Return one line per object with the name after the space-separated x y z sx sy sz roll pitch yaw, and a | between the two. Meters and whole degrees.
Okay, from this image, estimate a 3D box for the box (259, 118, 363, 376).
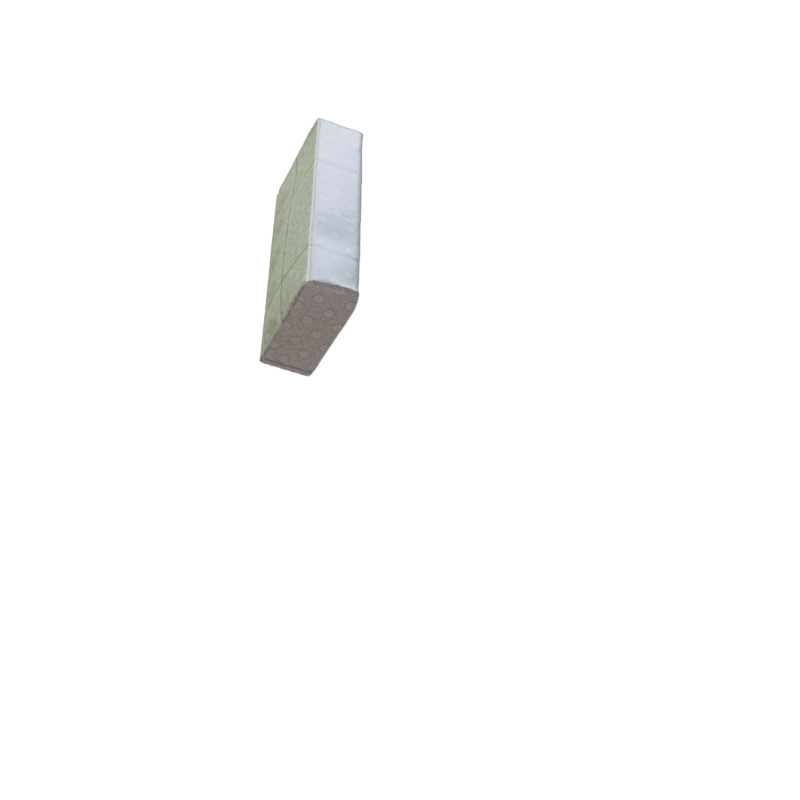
-0.064 -0.116 0.813 0.046 0.189 0.090 16 -45 -21 | box
